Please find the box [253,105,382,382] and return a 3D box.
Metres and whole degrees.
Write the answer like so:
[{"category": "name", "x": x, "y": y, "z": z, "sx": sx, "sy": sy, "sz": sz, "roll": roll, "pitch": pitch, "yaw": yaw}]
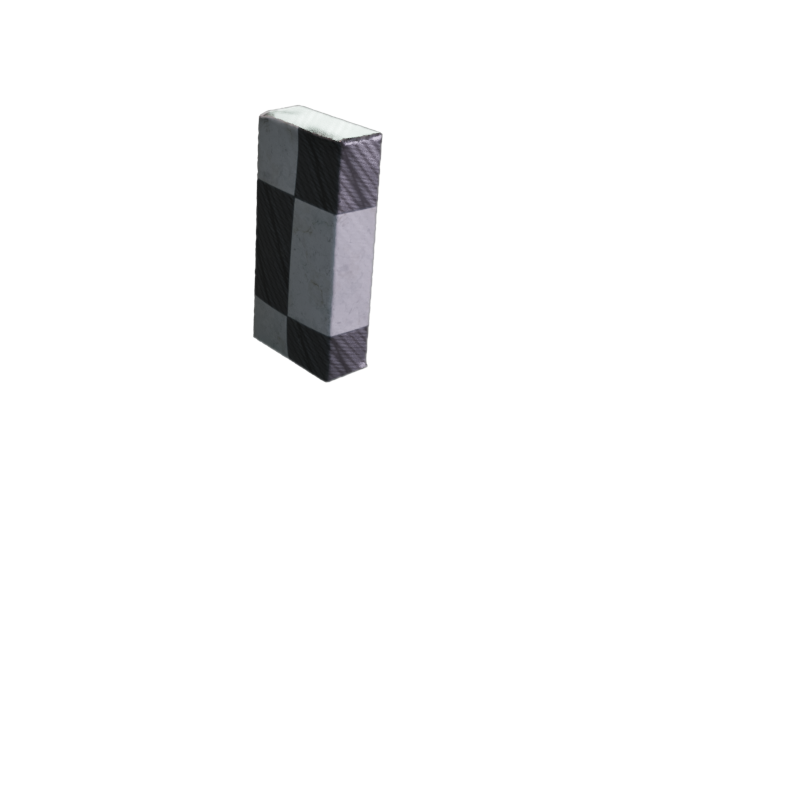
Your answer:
[{"category": "box", "x": -0.062, "y": -0.112, "z": 0.783, "sx": 0.047, "sy": 0.168, "sz": 0.100, "roll": -17, "pitch": 30, "yaw": -37}]
